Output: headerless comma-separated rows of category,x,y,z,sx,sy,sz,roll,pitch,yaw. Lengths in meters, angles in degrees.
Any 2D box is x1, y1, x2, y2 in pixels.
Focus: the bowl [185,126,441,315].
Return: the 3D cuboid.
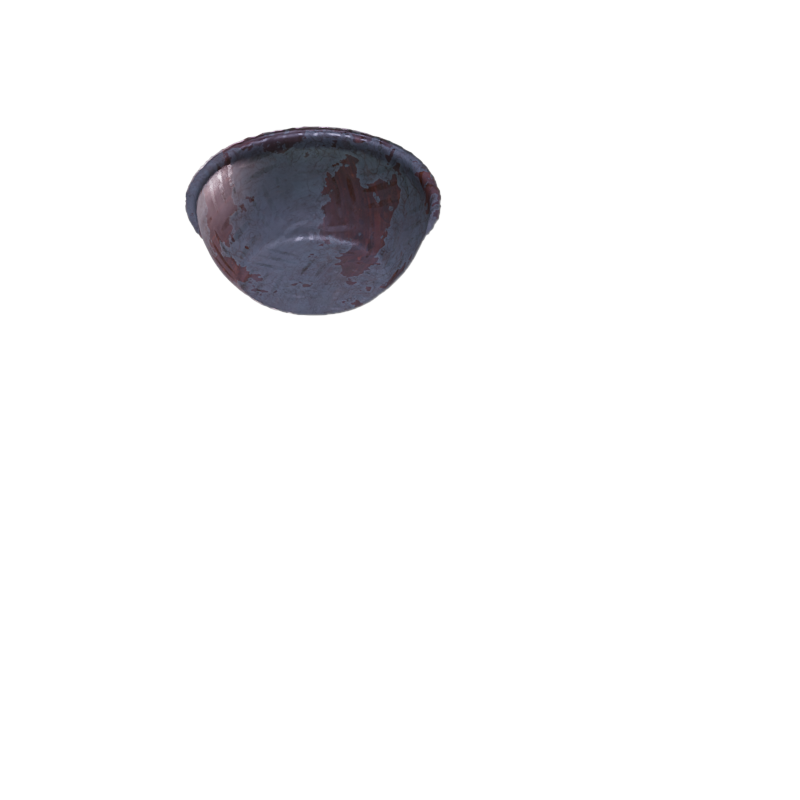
bowl,-0.054,-0.098,0.687,0.162,0.059,0.152,1,-28,-2
